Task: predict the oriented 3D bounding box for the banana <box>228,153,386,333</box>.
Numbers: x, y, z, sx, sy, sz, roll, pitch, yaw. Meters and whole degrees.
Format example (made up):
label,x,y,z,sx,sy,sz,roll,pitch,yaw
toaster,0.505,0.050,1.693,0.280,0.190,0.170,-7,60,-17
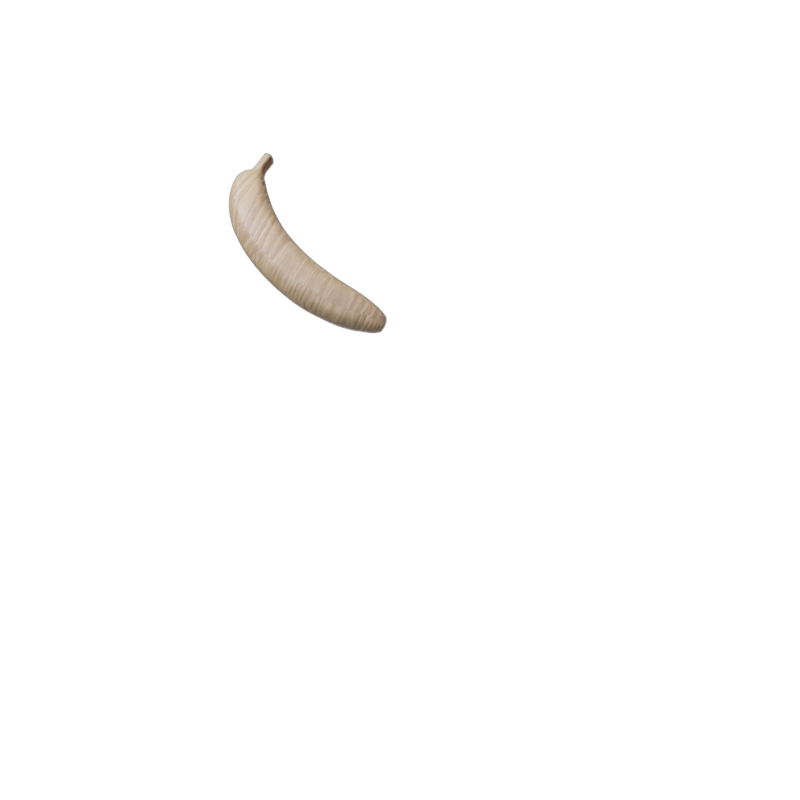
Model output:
label,x,y,z,sx,sy,sz,roll,pitch,yaw
banana,-0.089,-0.125,0.910,0.069,0.210,0.035,-28,-24,-14
